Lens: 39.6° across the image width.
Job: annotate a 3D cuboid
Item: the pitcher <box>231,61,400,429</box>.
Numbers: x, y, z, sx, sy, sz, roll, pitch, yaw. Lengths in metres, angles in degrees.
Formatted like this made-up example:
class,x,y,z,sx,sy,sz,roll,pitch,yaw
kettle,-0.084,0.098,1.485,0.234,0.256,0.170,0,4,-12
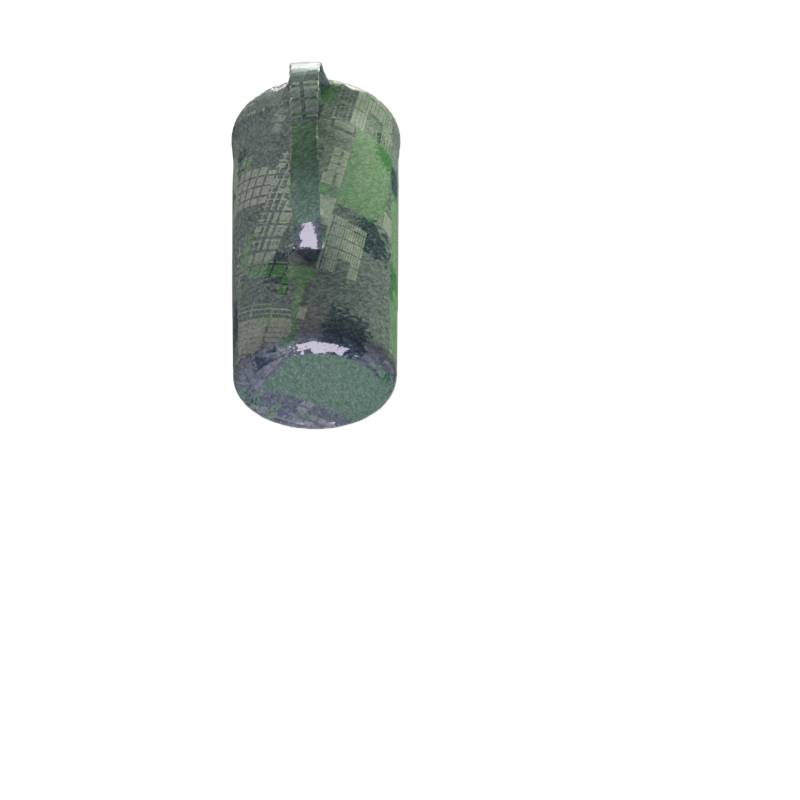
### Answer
class,x,y,z,sx,sy,sz,roll,pitch,yaw
pitcher,-0.062,-0.113,0.792,0.140,0.261,0.144,29,-48,-34
